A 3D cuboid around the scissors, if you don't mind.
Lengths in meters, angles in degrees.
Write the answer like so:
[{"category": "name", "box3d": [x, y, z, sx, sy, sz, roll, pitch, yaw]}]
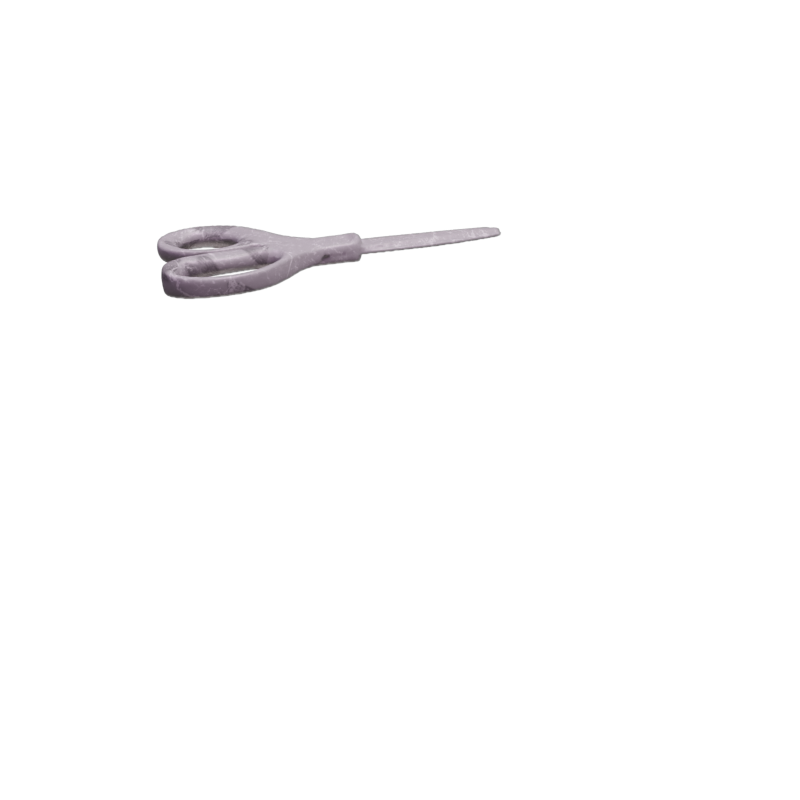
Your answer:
[{"category": "scissors", "box3d": [-0.049, -0.090, 0.632, 0.198, 0.015, 0.103, -17, 30, -32]}]
